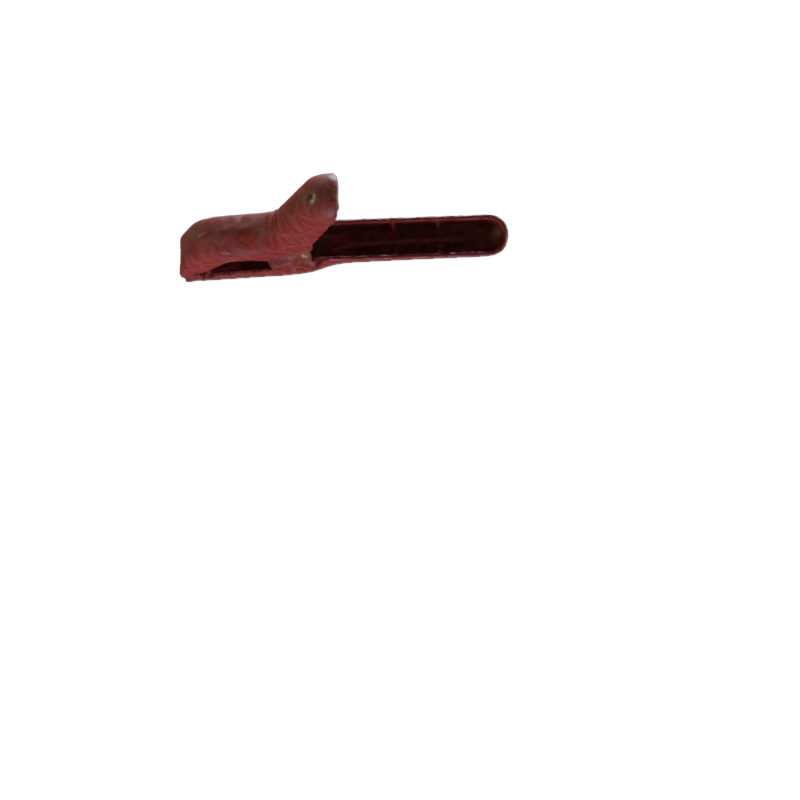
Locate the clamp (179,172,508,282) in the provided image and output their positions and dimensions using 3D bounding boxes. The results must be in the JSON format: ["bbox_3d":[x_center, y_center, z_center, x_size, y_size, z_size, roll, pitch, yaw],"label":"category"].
[{"bbox_3d":[-0.053,-0.096,0.671,0.157,0.037,0.216,3,-5,-43],"label":"clamp"}]
